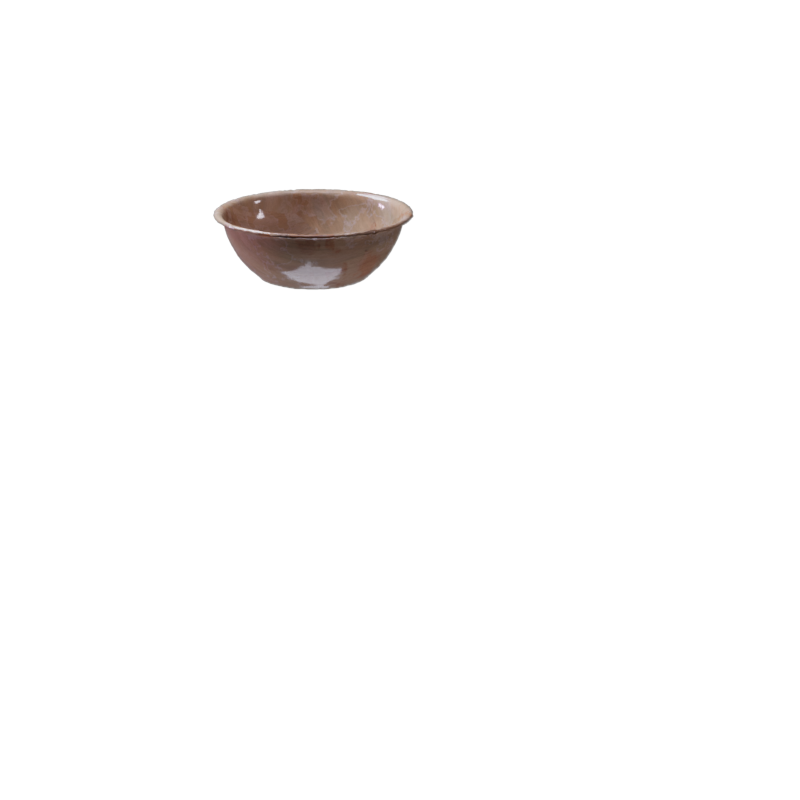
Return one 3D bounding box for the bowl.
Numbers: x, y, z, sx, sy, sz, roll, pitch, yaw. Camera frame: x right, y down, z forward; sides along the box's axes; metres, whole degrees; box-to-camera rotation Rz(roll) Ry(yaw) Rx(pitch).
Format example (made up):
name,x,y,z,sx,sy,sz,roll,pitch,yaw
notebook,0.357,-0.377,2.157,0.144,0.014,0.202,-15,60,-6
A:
name,x,y,z,sx,sy,sz,roll,pitch,yaw
bowl,-0.071,-0.129,0.905,0.162,0.053,0.169,-1,22,-2
